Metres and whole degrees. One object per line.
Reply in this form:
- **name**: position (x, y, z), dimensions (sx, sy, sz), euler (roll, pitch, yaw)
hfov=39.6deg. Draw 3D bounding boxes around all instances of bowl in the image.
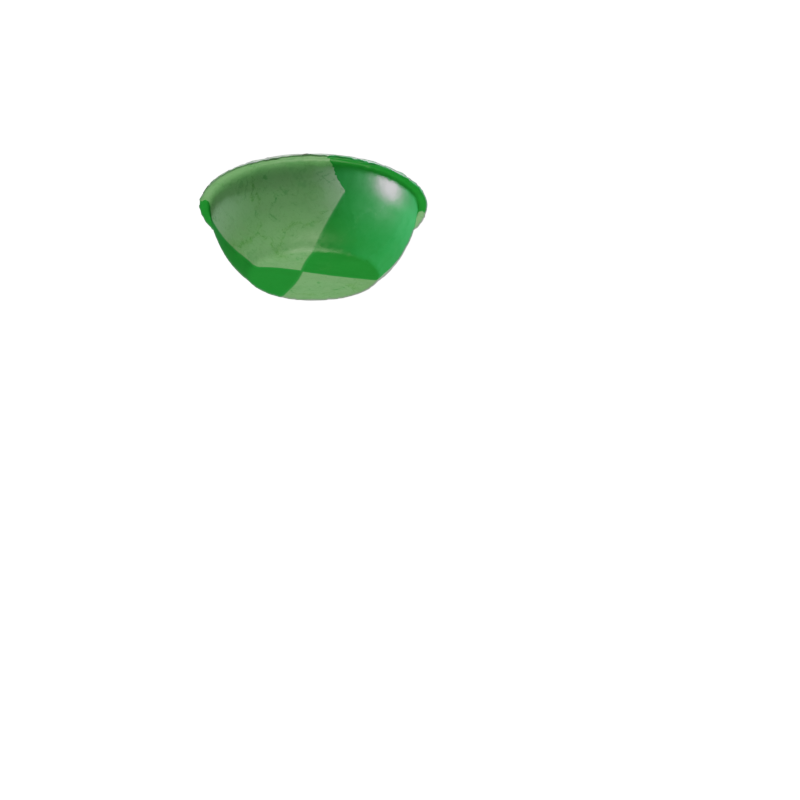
- **bowl**: position (-0.061, -0.111, 0.778), dimensions (0.162, 0.058, 0.155), euler (0, -18, -2)
